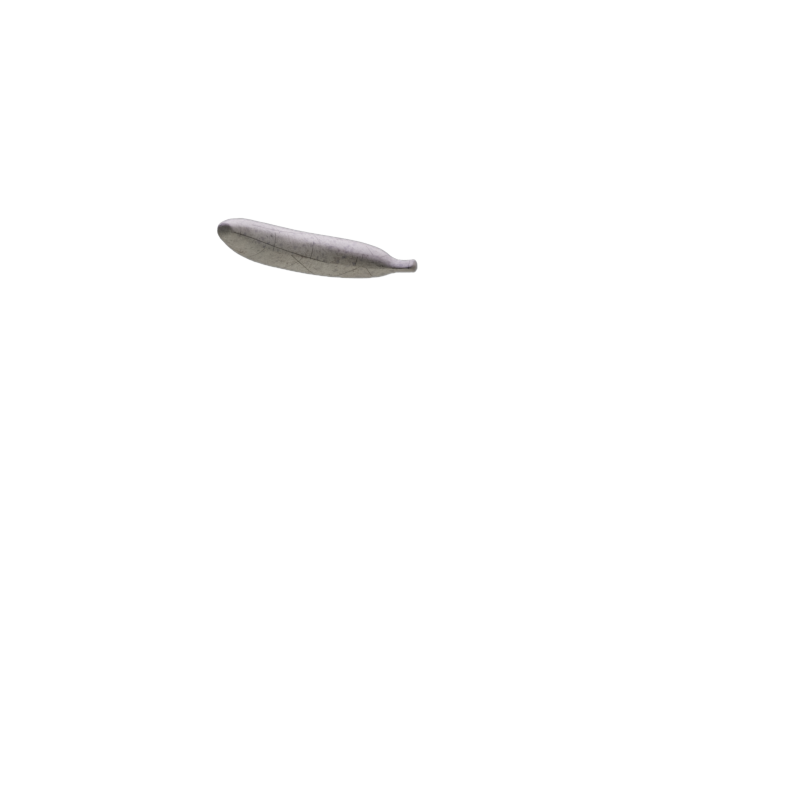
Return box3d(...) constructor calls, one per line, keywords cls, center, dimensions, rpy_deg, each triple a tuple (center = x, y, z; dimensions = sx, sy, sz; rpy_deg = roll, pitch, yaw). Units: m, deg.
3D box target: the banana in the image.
box3d(cls="banana", center=(-0.084, -0.138, 1.007), dimensions=(0.190, 0.038, 0.070), rpy_deg=(6, -13, -28))
